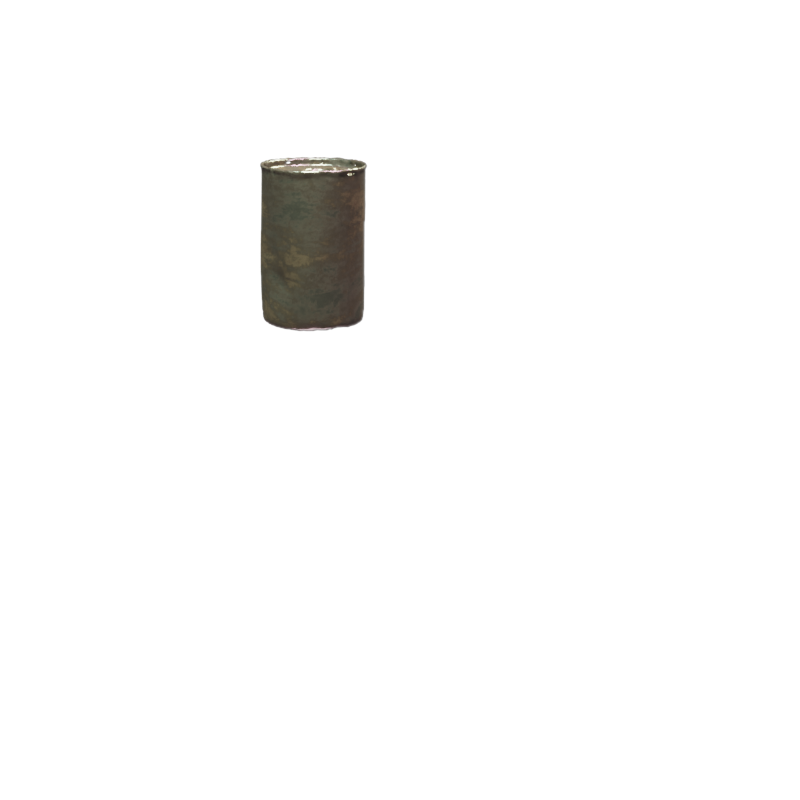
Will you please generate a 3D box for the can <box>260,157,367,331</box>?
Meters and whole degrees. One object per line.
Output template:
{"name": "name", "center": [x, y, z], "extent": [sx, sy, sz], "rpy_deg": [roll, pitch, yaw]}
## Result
{"name": "can", "center": [-0.056, -0.102, 0.713], "extent": [0.068, 0.099, 0.071], "rpy_deg": [0, 14, -2]}
